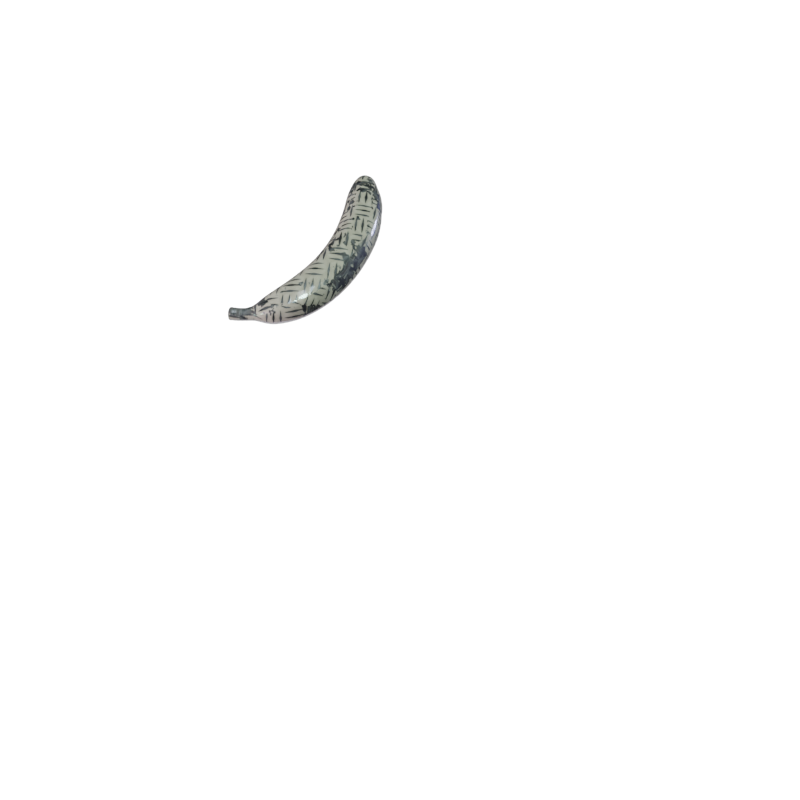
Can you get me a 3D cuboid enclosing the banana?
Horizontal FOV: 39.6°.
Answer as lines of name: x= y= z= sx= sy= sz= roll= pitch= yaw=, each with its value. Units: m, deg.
banana: x=-0.064 y=-0.128 z=0.972 sx=0.073 sy=0.202 sz=0.034 roll=30 pitch=-31 yaw=19
